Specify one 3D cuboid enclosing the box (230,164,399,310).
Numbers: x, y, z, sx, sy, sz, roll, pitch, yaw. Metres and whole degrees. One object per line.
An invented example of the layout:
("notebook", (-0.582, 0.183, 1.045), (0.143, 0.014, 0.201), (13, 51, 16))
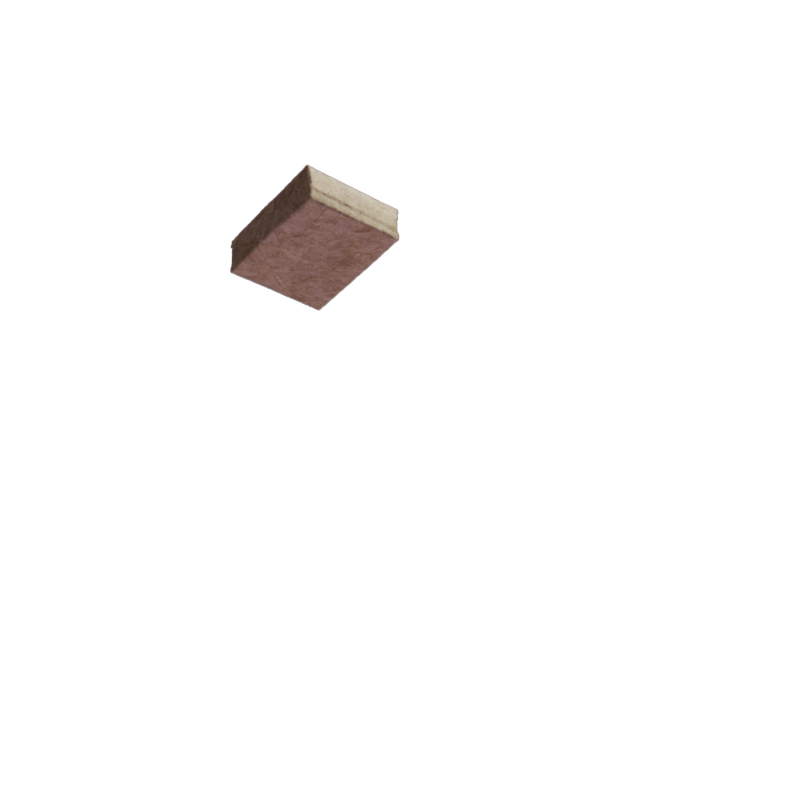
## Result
("box", (-0.069, -0.126, 0.882), (0.085, 0.042, 0.112), (23, -41, -31))
